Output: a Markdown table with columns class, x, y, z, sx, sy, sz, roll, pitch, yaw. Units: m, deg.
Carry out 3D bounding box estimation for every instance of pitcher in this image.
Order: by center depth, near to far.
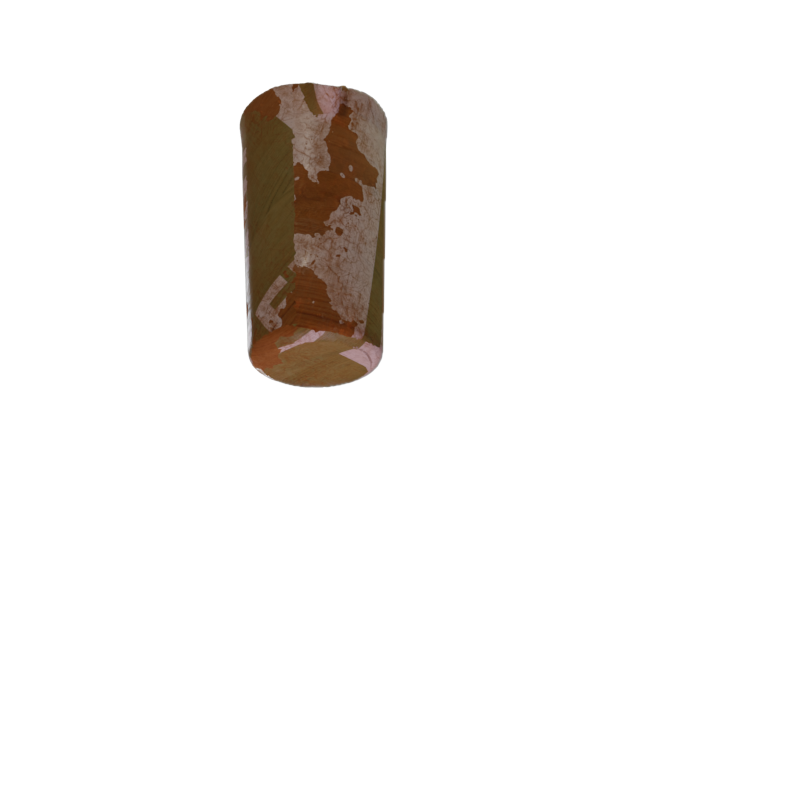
| class | x | y | z | sx | sy | sz | roll | pitch | yaw |
| --- | --- | --- | --- | --- | --- | --- | --- | --- | --- |
| pitcher | -0.074 | -0.135 | 0.948 | 0.147 | 0.258 | 0.138 | -18 | -32 | 27 |
